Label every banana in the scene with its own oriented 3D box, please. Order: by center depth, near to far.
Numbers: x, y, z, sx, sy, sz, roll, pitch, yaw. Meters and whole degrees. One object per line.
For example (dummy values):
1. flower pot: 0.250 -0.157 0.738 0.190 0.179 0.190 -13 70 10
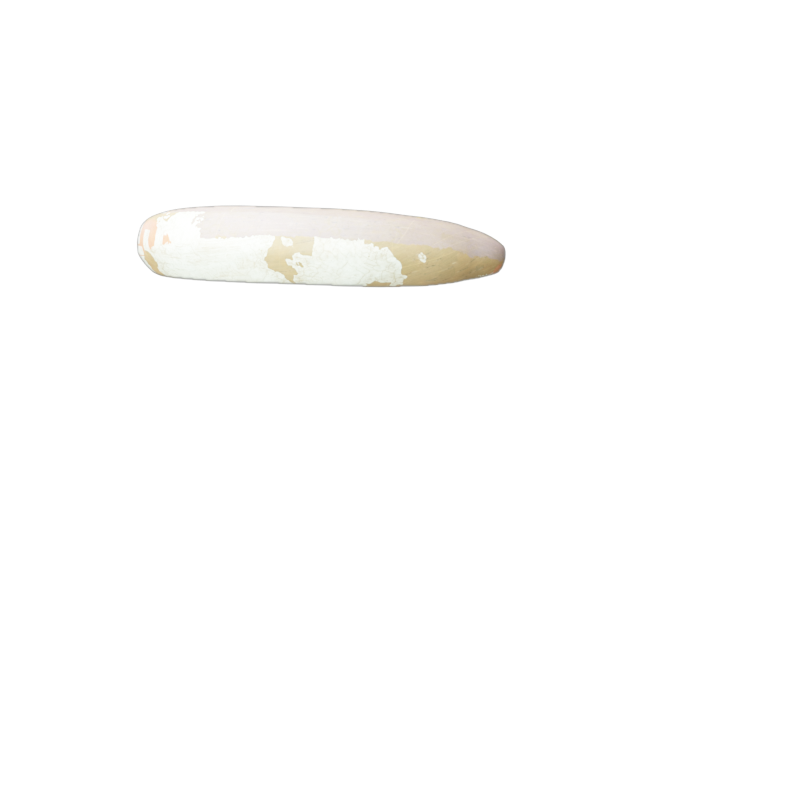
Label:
1. banana: -0.053 -0.075 0.531 0.204 0.036 0.068 5 11 24
